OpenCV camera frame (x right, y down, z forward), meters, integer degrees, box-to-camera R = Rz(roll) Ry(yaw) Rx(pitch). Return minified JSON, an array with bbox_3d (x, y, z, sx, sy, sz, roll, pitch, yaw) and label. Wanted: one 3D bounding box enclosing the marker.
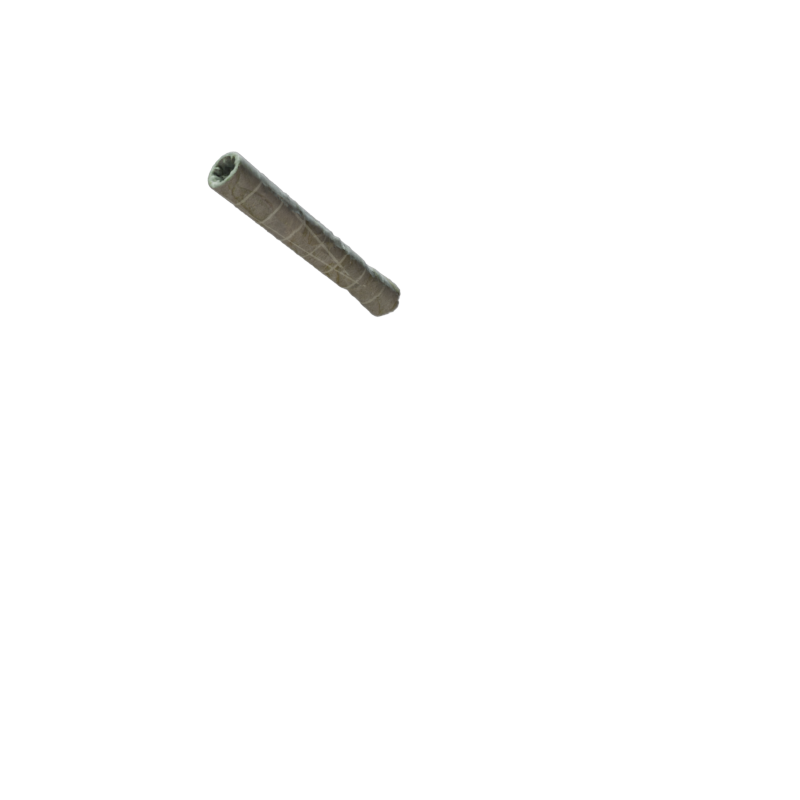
[{"bbox_3d":[-0.039,-0.072,0.502,0.021,0.020,0.112,3,-25,46],"label":"marker"}]
